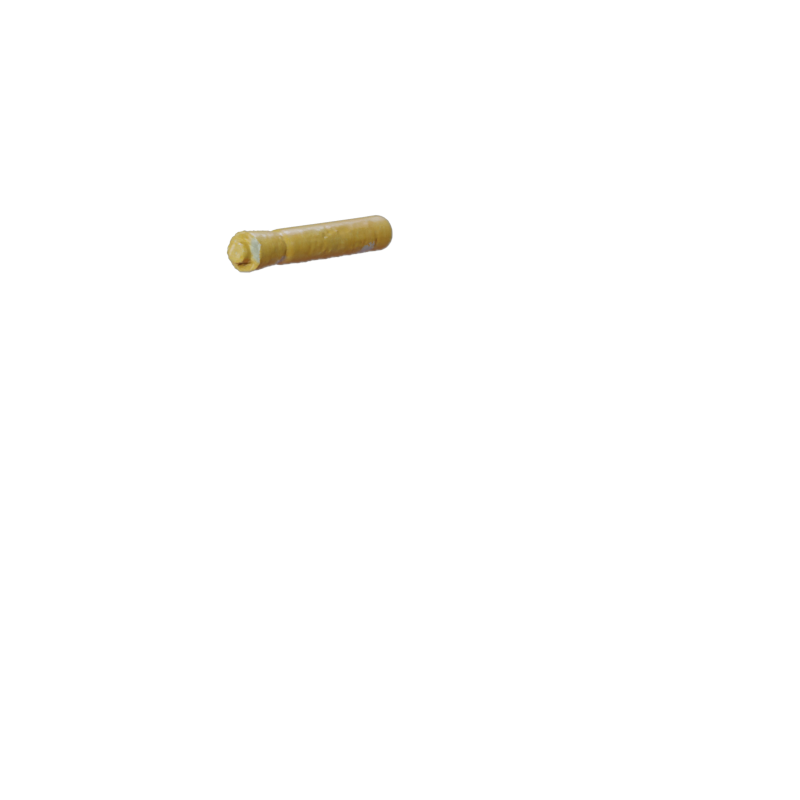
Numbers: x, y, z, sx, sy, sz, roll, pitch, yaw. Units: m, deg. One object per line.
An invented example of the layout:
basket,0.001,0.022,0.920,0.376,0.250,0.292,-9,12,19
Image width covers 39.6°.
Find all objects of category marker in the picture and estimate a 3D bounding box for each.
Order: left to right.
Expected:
marker,-0.042,-0.076,0.534,0.020,0.019,0.119,2,13,31
